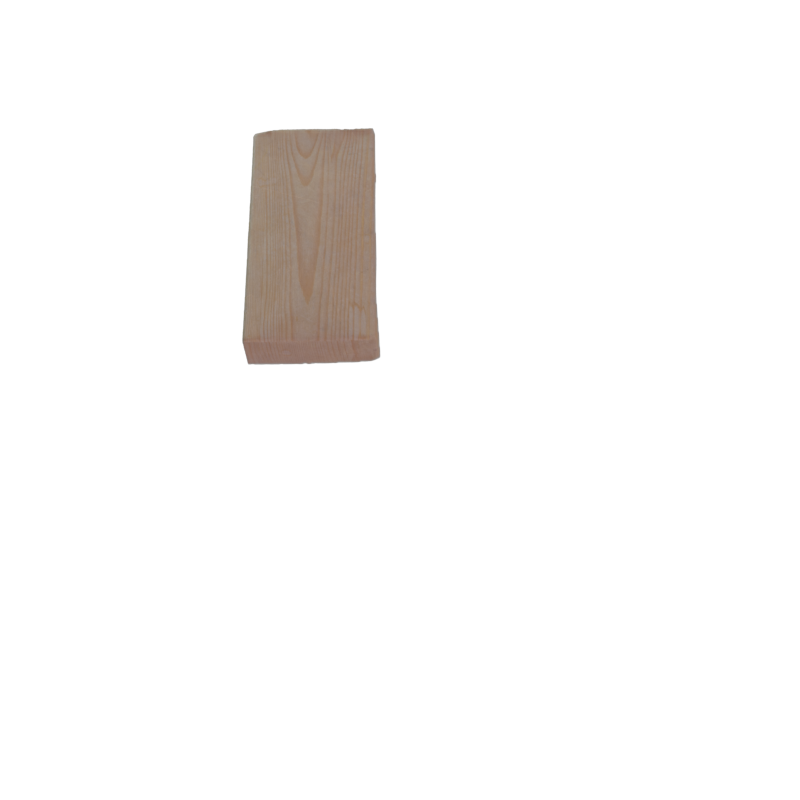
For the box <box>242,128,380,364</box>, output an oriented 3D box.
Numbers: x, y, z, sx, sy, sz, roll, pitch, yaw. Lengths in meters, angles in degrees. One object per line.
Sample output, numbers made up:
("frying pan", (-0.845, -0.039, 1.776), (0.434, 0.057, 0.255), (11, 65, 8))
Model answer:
("box", (-0.062, -0.114, 0.794), (0.093, 0.187, 0.045), (-2, -27, 1))
